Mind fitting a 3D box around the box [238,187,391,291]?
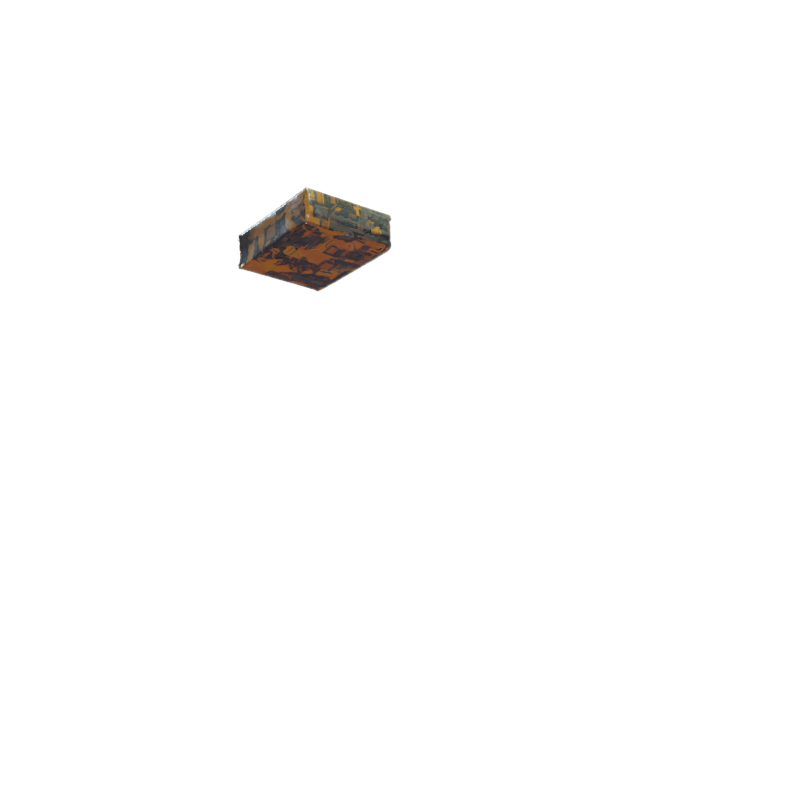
[{"bbox_3d":[-0.076,-0.138,0.968,0.085,0.041,0.113,16,-27,-34],"label":"box"}]
